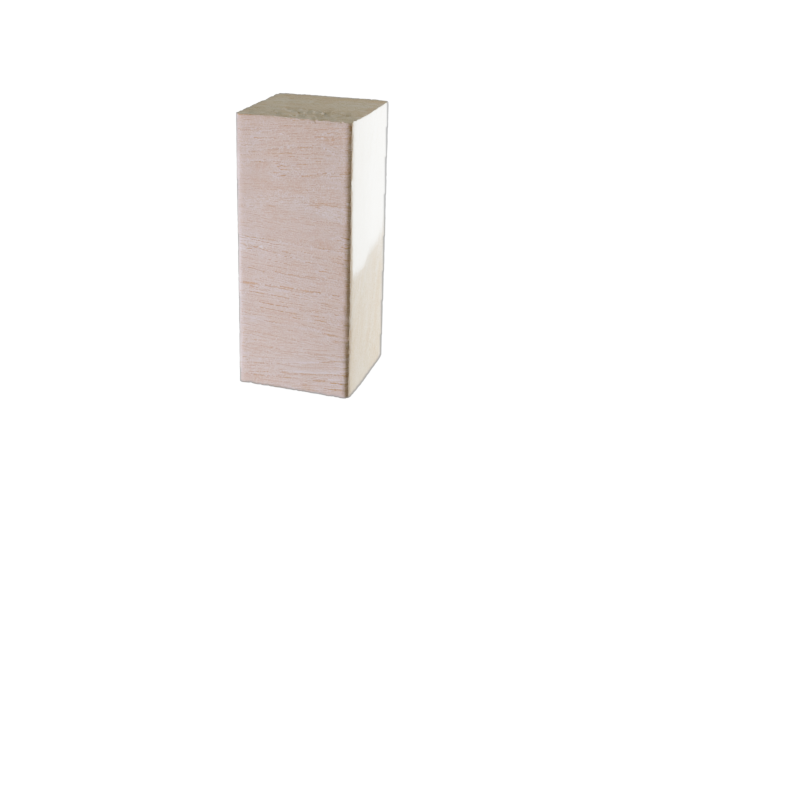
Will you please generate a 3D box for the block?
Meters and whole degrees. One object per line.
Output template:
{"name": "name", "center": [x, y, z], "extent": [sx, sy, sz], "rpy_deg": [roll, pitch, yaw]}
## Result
{"name": "block", "center": [-0.065, -0.119, 0.833], "extent": [0.093, 0.197, 0.092], "rpy_deg": [7, 21, 17]}
